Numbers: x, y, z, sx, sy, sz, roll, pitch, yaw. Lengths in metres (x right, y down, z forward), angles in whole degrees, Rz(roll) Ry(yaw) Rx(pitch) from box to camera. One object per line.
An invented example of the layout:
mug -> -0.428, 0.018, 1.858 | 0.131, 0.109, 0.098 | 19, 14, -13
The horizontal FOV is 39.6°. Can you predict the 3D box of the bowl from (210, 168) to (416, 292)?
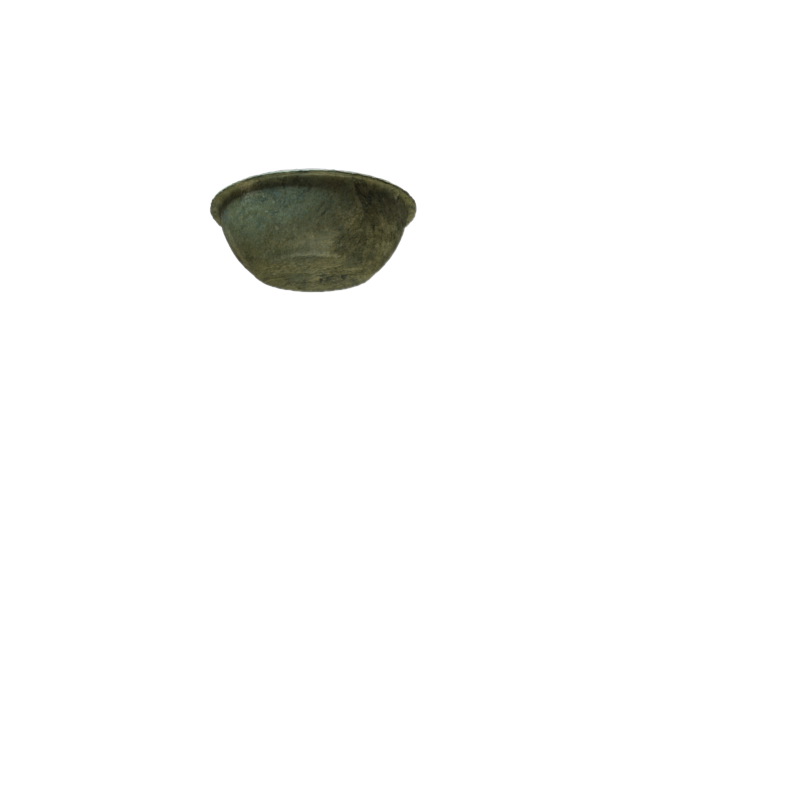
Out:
bowl -> -0.067, -0.123, 0.860 | 0.162, 0.057, 0.156 | 0, -13, -2
